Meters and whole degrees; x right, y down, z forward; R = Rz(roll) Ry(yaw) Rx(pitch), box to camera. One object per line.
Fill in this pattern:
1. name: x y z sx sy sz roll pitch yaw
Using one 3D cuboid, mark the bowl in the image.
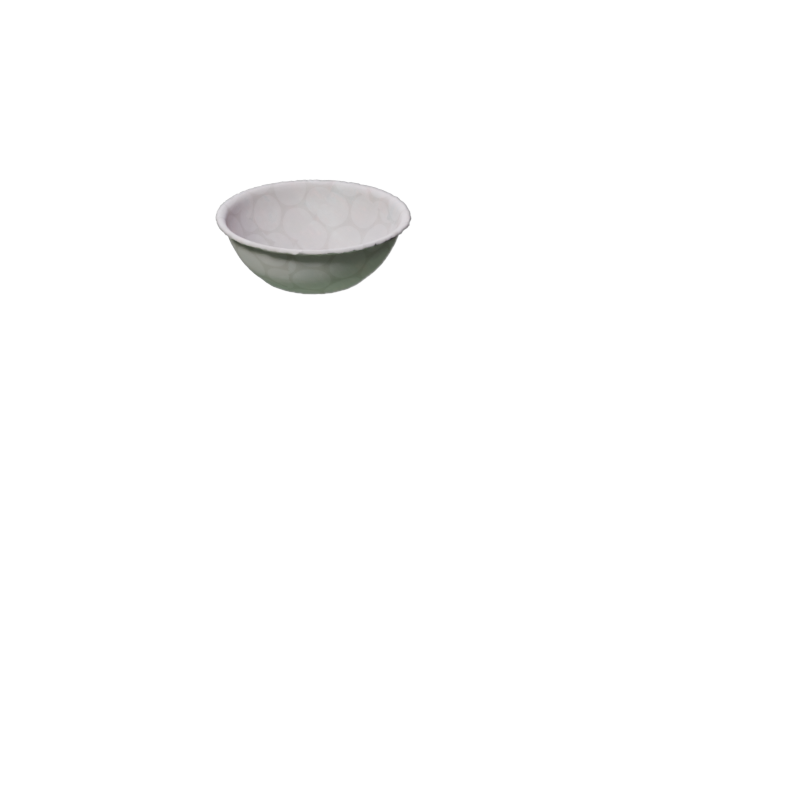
1. bowl: -0.073 -0.132 0.927 0.162 0.052 0.172 -1 30 -2
